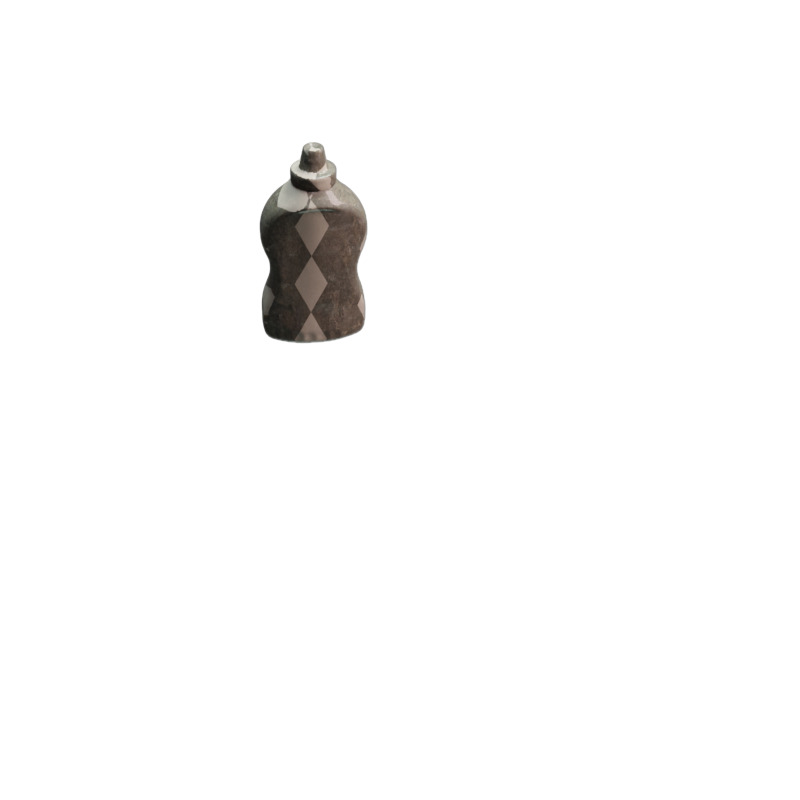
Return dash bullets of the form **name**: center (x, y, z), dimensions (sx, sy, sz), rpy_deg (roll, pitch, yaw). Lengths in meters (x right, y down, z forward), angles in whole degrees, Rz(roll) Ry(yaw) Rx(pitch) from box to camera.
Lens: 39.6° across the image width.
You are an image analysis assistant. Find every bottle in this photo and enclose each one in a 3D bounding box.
- **bottle**: center (-0.078, -0.143, 0.999), dimensions (0.095, 0.179, 0.063), rpy_deg (-2, 35, -6)
